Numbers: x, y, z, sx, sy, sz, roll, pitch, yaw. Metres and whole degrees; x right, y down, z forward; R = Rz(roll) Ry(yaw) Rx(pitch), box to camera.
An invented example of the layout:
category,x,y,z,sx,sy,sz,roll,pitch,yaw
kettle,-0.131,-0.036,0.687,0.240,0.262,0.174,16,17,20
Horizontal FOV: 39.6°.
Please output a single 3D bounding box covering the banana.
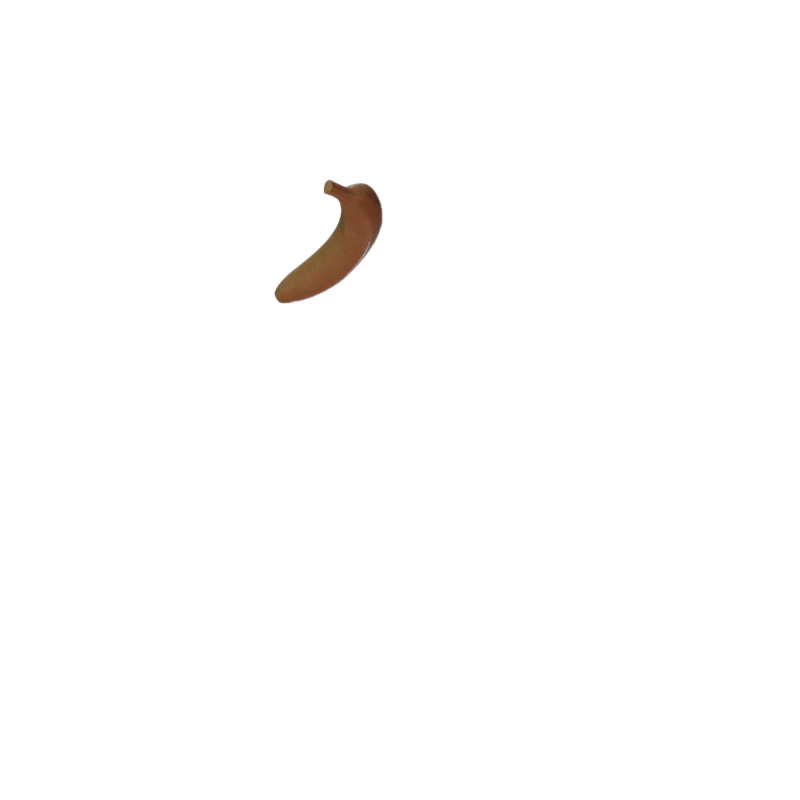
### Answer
category,x,y,z,sx,sy,sz,roll,pitch,yaw
banana,-0.059,-0.142,0.997,0.068,0.039,0.190,9,-30,-16
